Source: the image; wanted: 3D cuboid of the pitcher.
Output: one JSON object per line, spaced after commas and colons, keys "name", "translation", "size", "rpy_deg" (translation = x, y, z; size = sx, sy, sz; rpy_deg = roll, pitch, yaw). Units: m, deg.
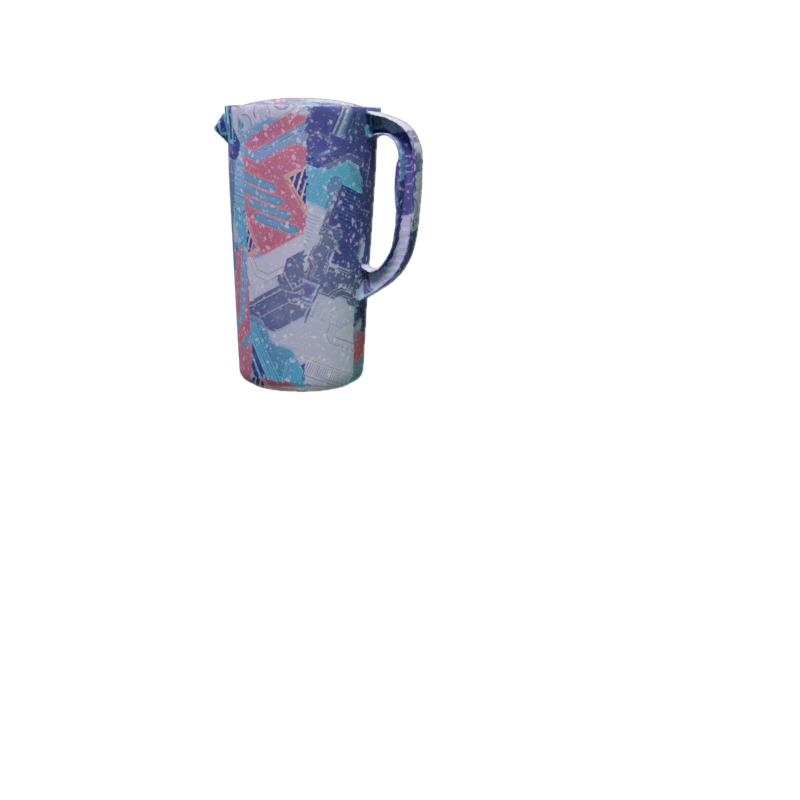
{"name": "pitcher", "translation": [-0.074, -0.135, 0.944], "size": [0.141, 0.239, 0.156], "rpy_deg": [-3, 9, -24]}
